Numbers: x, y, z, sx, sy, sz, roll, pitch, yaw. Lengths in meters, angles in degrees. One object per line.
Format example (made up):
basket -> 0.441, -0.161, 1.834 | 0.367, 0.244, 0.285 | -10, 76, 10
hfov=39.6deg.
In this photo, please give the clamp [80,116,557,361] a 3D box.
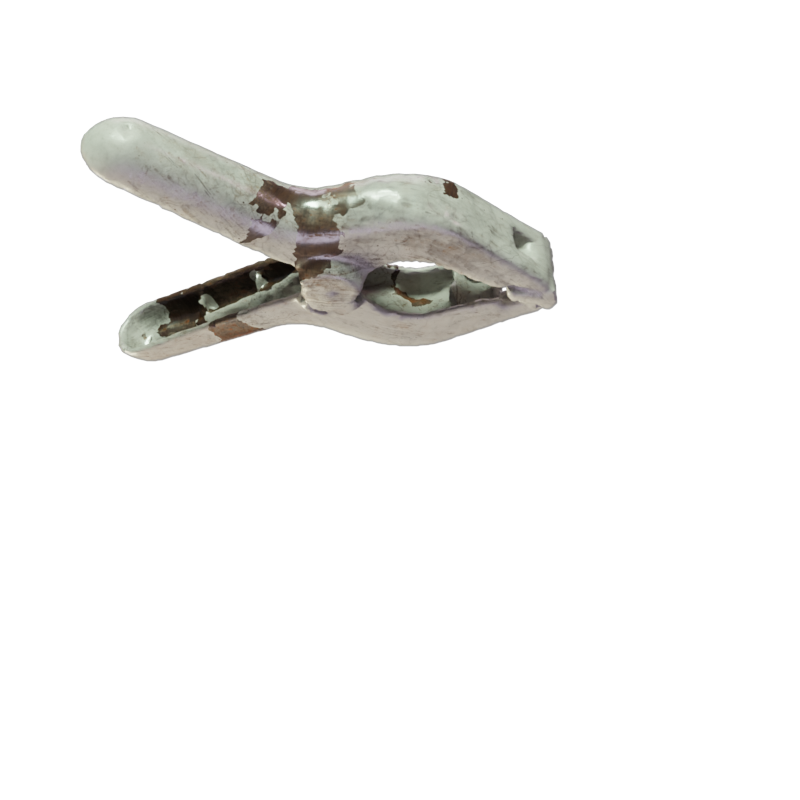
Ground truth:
clamp -> -0.031, -0.056, 0.396 | 0.172, 0.042, 0.112 | -3, -30, 6
